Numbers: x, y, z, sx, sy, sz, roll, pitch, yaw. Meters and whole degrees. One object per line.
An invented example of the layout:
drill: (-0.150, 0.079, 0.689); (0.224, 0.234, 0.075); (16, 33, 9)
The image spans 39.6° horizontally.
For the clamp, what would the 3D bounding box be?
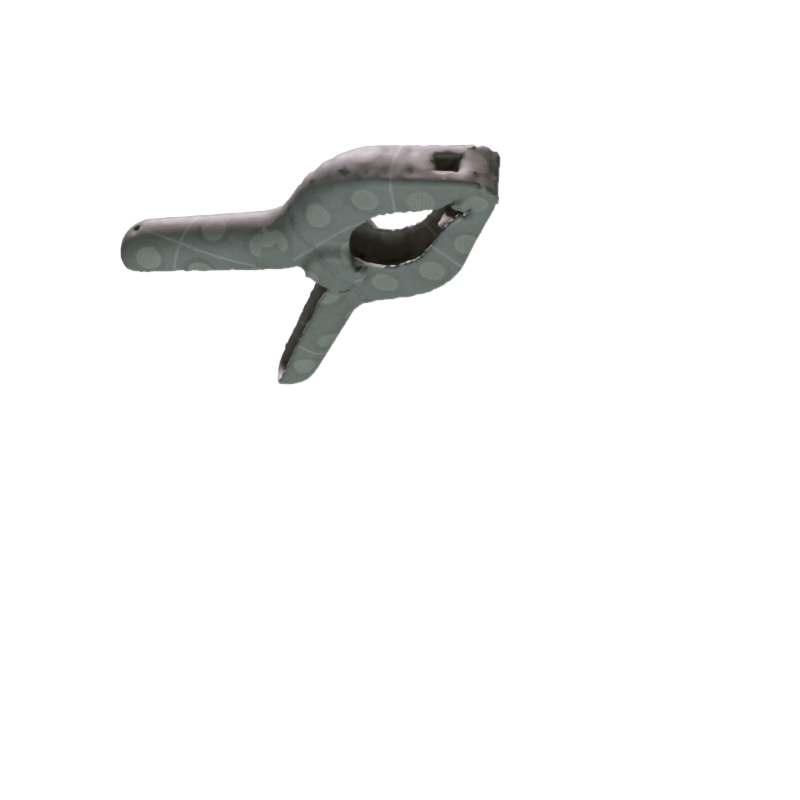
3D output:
clamp: (-0.038, -0.069, 0.484); (0.113, 0.042, 0.170); (29, -45, -34)
